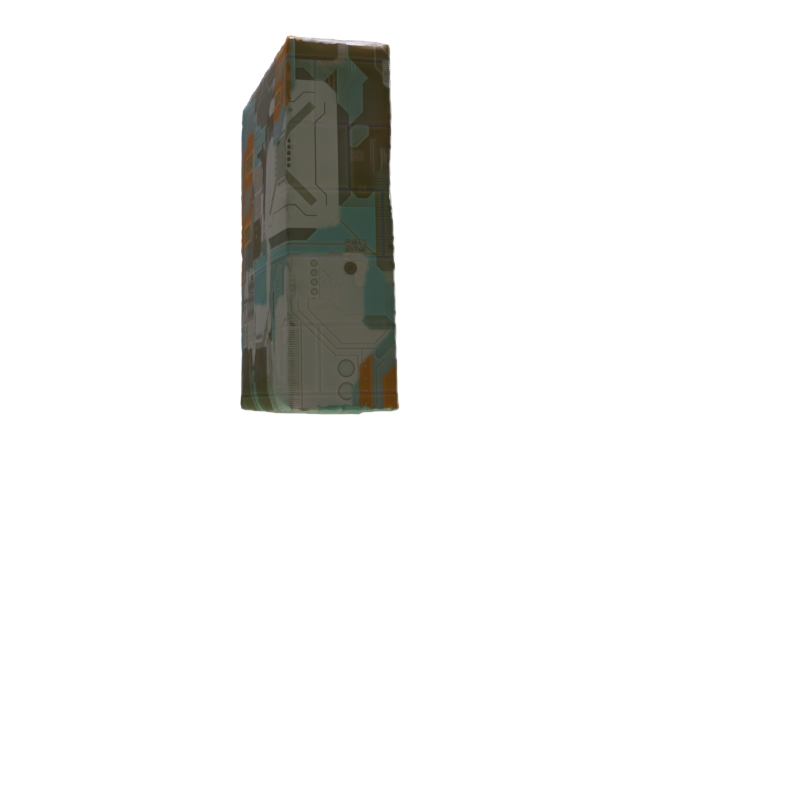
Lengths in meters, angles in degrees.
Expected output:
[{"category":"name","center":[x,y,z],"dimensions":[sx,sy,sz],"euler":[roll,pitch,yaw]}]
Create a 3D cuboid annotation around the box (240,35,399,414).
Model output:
[{"category":"box","center":[-0.055,-0.100,0.697],"dimensions":[0.070,0.218,0.165],"euler":[2,-6,-17]}]
